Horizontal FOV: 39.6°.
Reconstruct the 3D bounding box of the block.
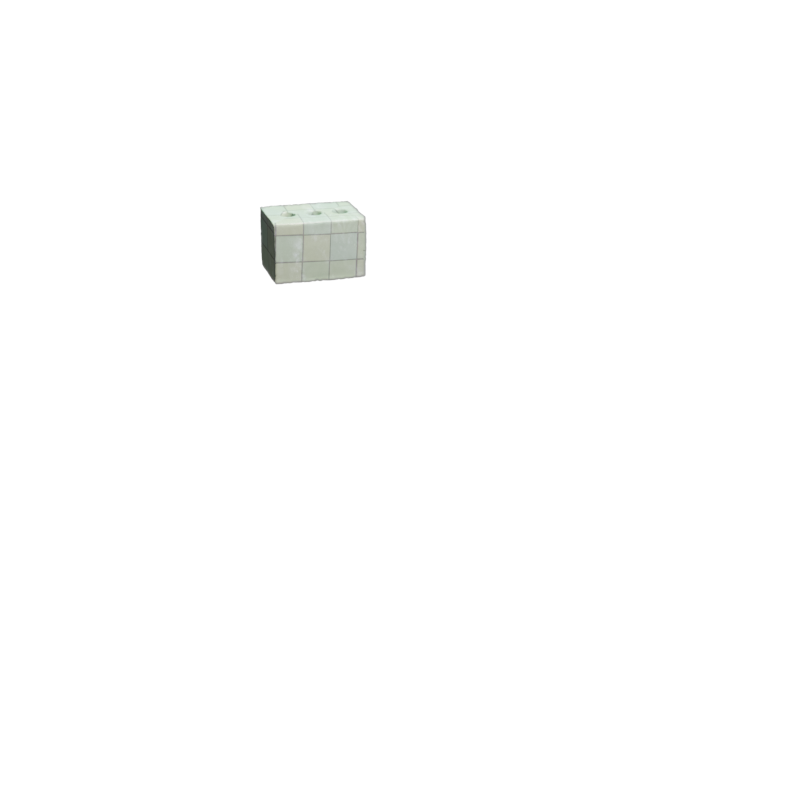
[{"bbox_3d":[-0.070,-0.129,0.900,0.077,0.049,0.056,-6,22,-15],"label":"block"}]
